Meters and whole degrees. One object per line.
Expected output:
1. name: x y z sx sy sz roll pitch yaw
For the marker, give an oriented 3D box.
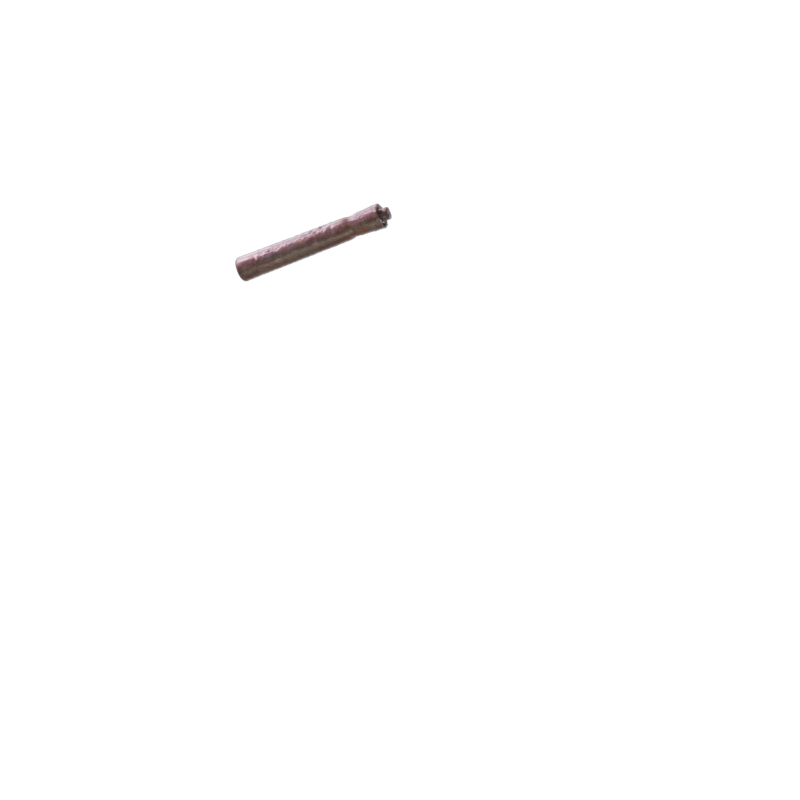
1. marker: -0.062 -0.114 0.798 0.122 0.020 0.019 -18 -2 19
